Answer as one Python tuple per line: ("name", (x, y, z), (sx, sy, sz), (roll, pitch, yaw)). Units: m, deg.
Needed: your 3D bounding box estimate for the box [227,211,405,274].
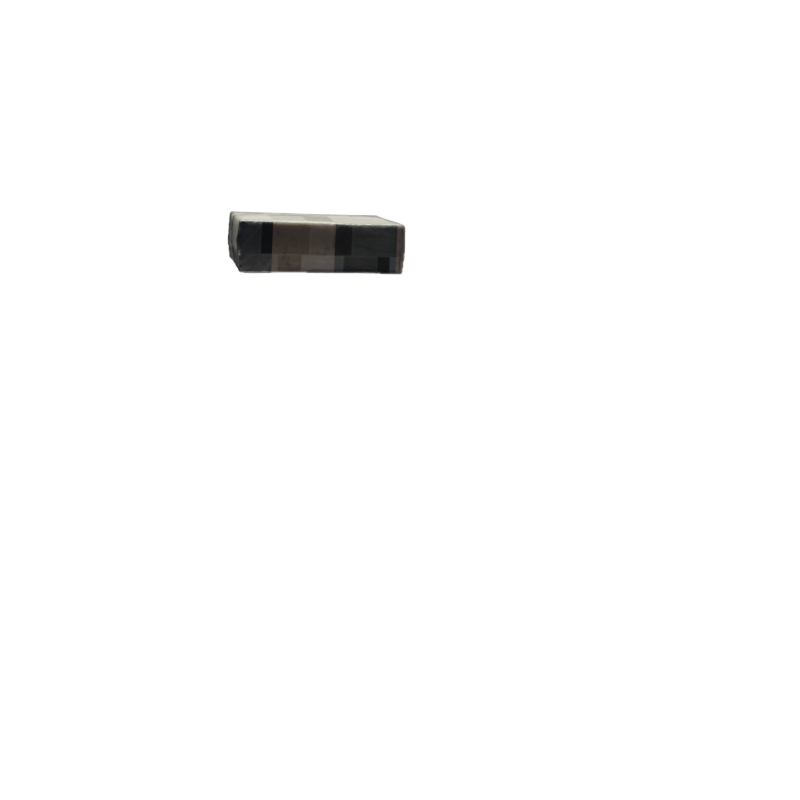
("box", (-0.060, -0.109, 0.766), (0.112, 0.038, 0.093), (-2, 11, -10))
